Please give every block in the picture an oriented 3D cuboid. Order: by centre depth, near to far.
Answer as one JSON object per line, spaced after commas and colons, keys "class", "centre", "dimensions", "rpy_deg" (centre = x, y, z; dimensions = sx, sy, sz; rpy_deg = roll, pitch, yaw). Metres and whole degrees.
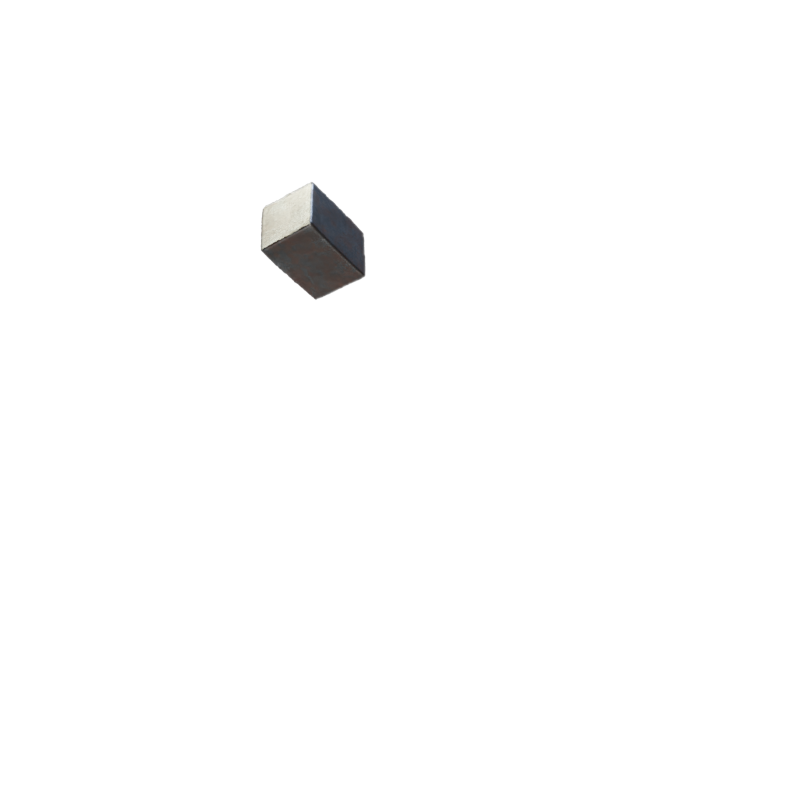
{"class": "block", "centre": [-0.071, -0.130, 0.911], "dimensions": [0.053, 0.055, 0.072], "rpy_deg": [-25, -45, 25]}
